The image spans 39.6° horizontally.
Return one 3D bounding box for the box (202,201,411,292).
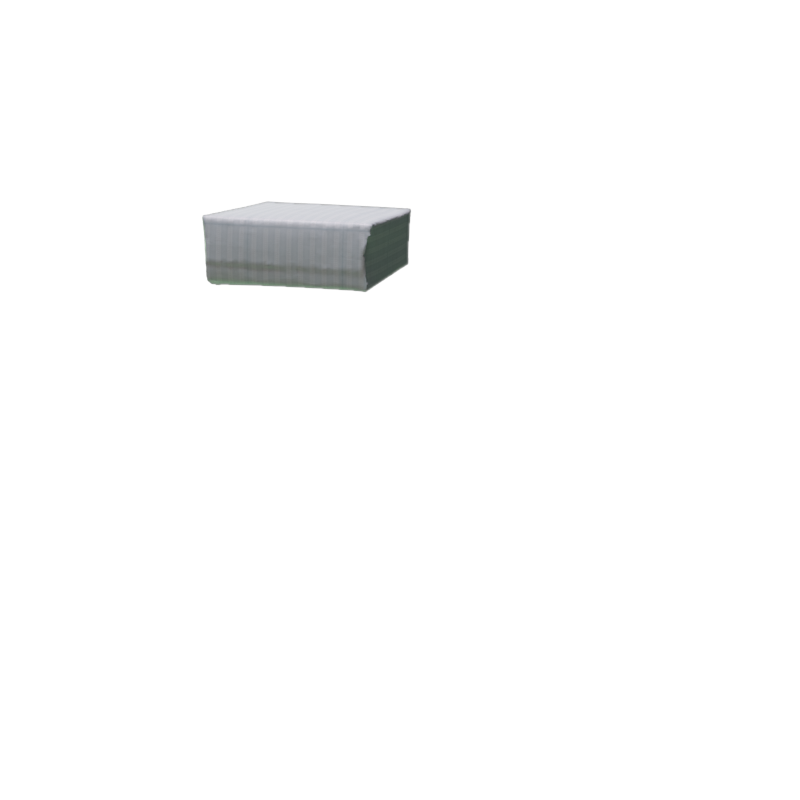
[{"bbox_3d":[-0.048,-0.087,0.607,0.092,0.038,0.115,3,15,12],"label":"box"}]
